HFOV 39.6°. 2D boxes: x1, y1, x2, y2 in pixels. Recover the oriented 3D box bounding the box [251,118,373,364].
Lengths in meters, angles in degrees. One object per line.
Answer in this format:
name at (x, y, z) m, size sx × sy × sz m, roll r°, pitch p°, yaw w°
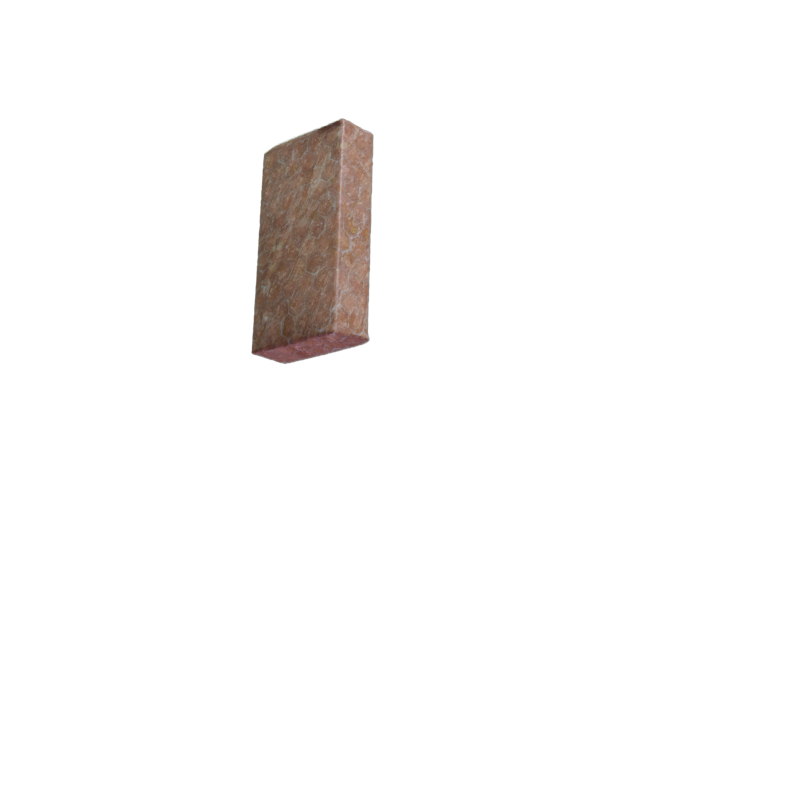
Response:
box at (-0.068, -0.124, 0.868) m, size 0.095 × 0.184 × 0.045 m, roll -16°, pitch -24°, yaw 38°
